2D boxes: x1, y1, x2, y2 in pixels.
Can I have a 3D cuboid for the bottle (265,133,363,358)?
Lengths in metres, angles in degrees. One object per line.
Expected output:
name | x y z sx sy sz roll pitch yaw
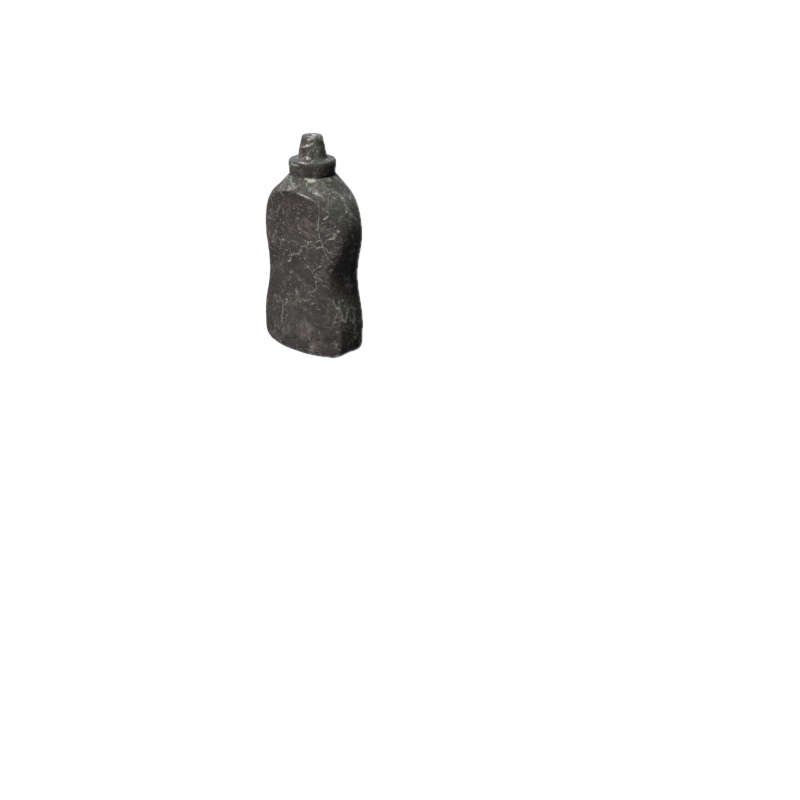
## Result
bottle | -0.077 -0.139 0.975 0.102 0.184 0.057 19 25 41
